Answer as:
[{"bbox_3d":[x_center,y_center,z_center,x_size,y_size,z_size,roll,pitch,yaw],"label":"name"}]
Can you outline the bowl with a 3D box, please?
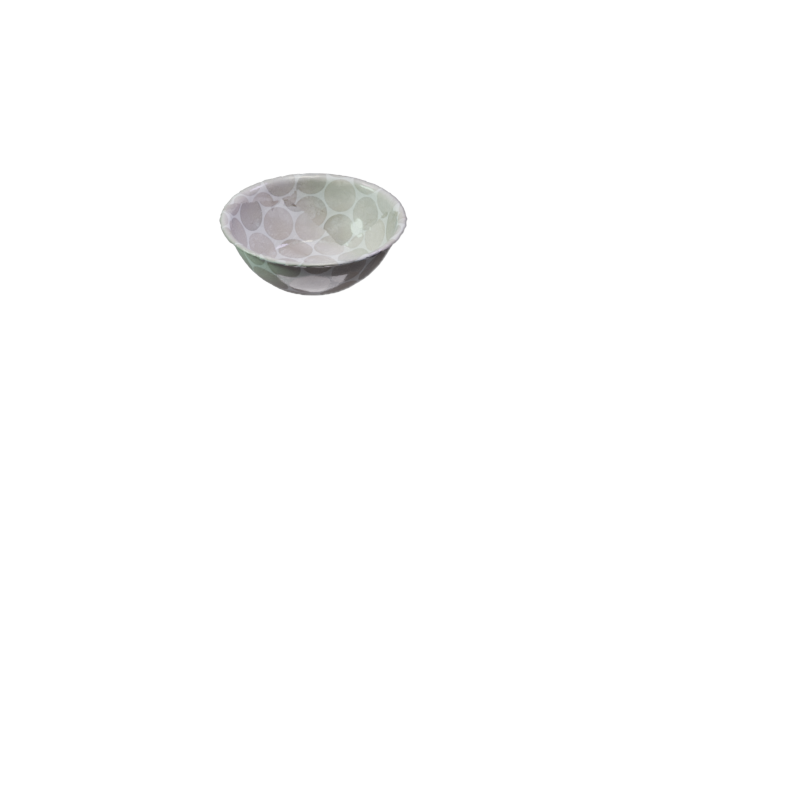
[{"bbox_3d":[-0.076,-0.139,0.972,0.162,0.052,0.173,-1,36,-2],"label":"bowl"}]
